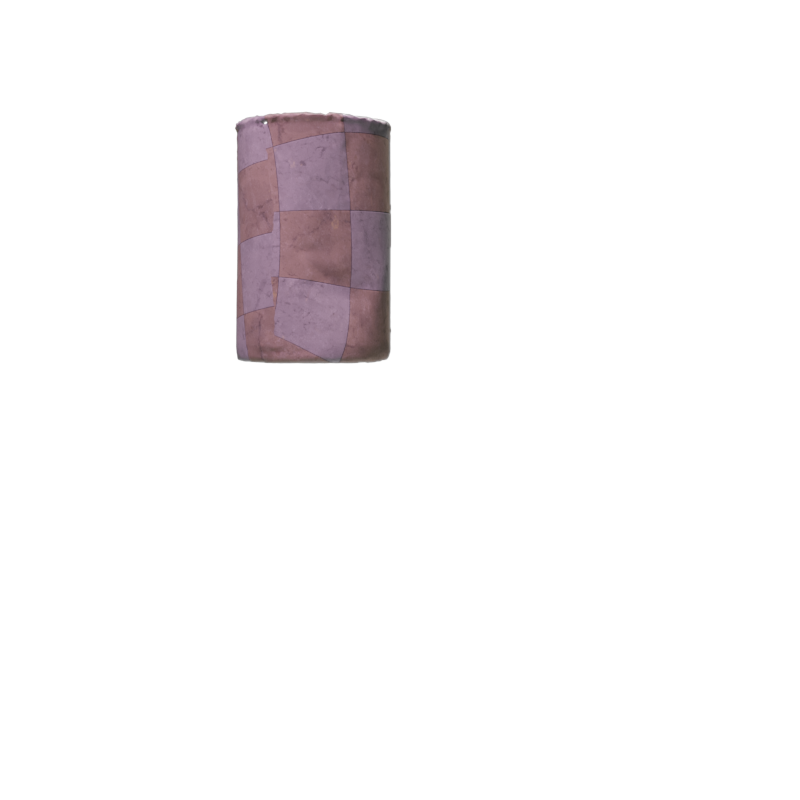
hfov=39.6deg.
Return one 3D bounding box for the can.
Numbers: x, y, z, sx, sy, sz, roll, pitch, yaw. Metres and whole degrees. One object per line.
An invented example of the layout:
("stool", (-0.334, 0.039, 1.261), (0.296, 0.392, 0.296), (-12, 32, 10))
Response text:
("can", (-0.038, -0.068, 0.480), (0.068, 0.103, 0.068), (0, -1, -2))
